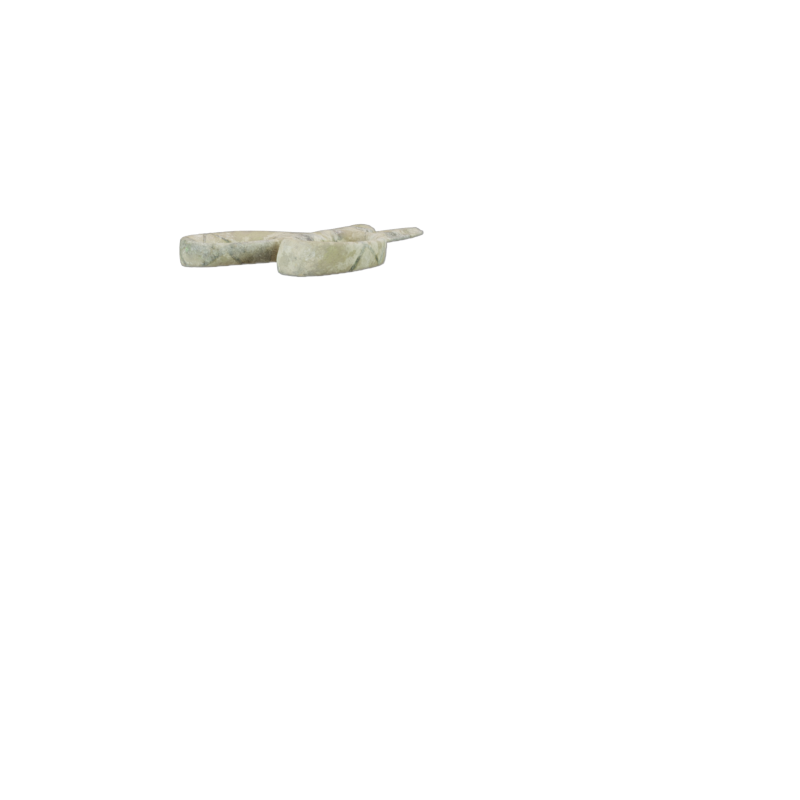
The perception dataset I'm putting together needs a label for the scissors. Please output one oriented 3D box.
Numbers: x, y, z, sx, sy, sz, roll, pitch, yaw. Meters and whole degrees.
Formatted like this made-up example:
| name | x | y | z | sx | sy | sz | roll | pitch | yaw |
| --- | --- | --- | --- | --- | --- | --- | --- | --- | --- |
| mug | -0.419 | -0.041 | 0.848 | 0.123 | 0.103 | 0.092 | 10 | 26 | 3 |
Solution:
| name | x | y | z | sx | sy | sz | roll | pitch | yaw |
| --- | --- | --- | --- | --- | --- | --- | --- | --- | --- |
| scissors | -0.041 | -0.074 | 0.522 | 0.097 | 0.015 | 0.204 | 1 | 11 | 4 |
